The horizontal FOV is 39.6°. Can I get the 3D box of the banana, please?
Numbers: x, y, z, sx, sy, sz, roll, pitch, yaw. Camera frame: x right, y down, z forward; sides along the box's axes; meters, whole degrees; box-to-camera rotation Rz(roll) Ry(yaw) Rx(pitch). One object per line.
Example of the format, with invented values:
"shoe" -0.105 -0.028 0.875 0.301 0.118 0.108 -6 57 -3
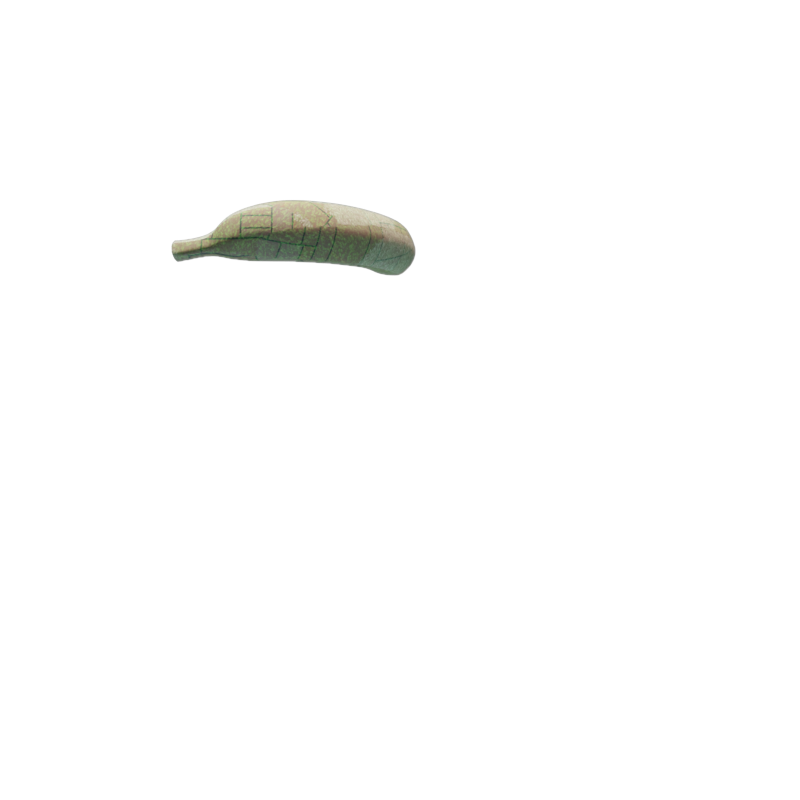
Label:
"banana" -0.042 -0.098 0.674 0.072 0.037 0.189 0 1 42
